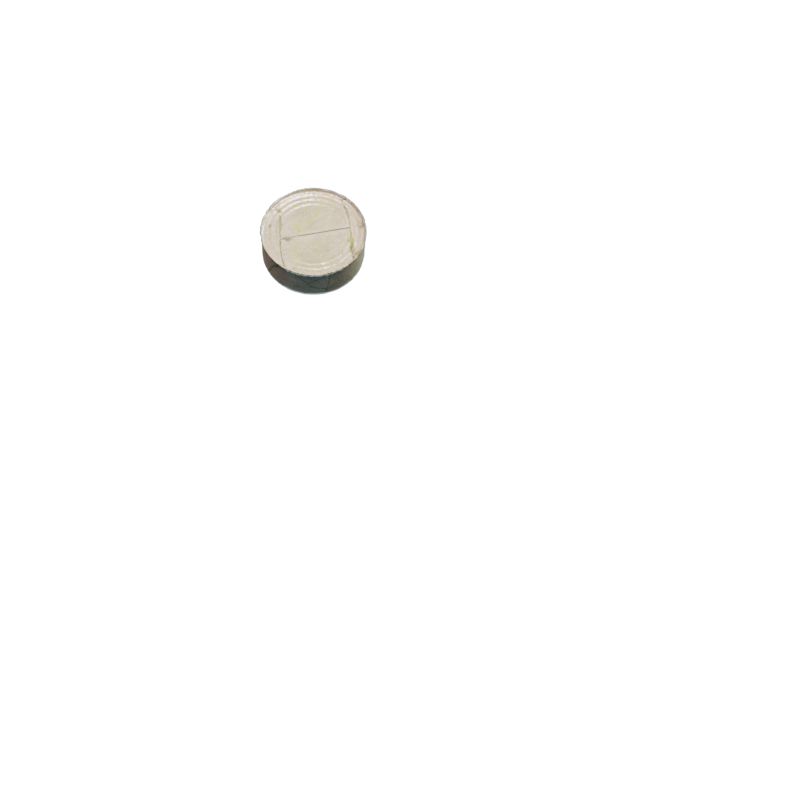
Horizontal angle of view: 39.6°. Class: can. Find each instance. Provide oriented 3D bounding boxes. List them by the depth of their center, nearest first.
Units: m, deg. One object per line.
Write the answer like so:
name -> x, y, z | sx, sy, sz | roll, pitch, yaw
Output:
can -> -0.071, -0.129, 0.903 | 0.086, 0.092, 0.031 | -1, -32, -1
